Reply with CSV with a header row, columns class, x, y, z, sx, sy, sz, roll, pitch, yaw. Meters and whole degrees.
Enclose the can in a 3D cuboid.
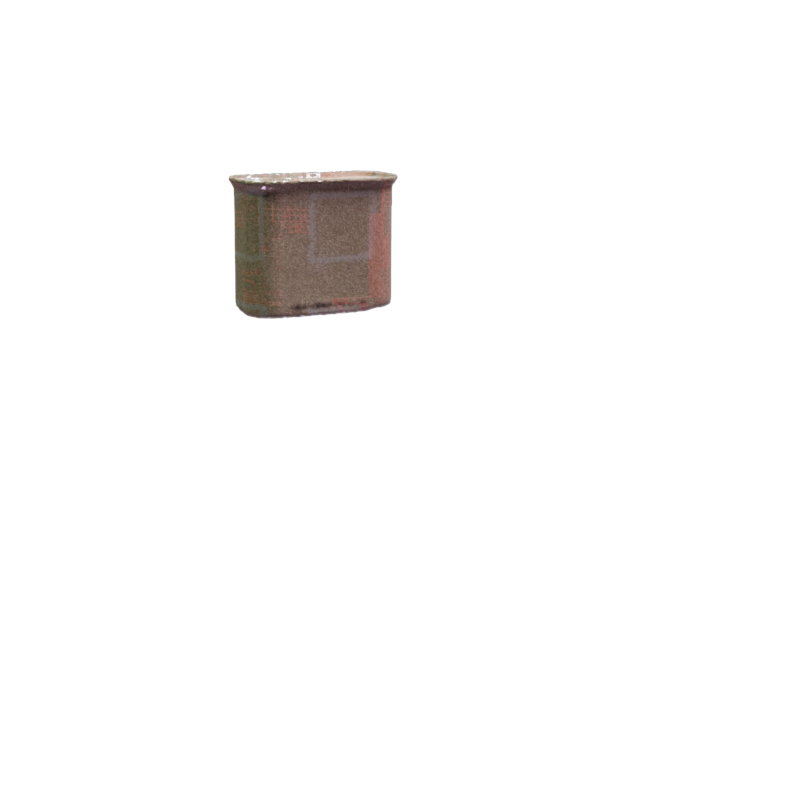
class,x,y,z,sx,sy,sz,roll,pitch,yaw
can,-0.054,-0.099,0.692,0.099,0.082,0.060,-5,12,-22
